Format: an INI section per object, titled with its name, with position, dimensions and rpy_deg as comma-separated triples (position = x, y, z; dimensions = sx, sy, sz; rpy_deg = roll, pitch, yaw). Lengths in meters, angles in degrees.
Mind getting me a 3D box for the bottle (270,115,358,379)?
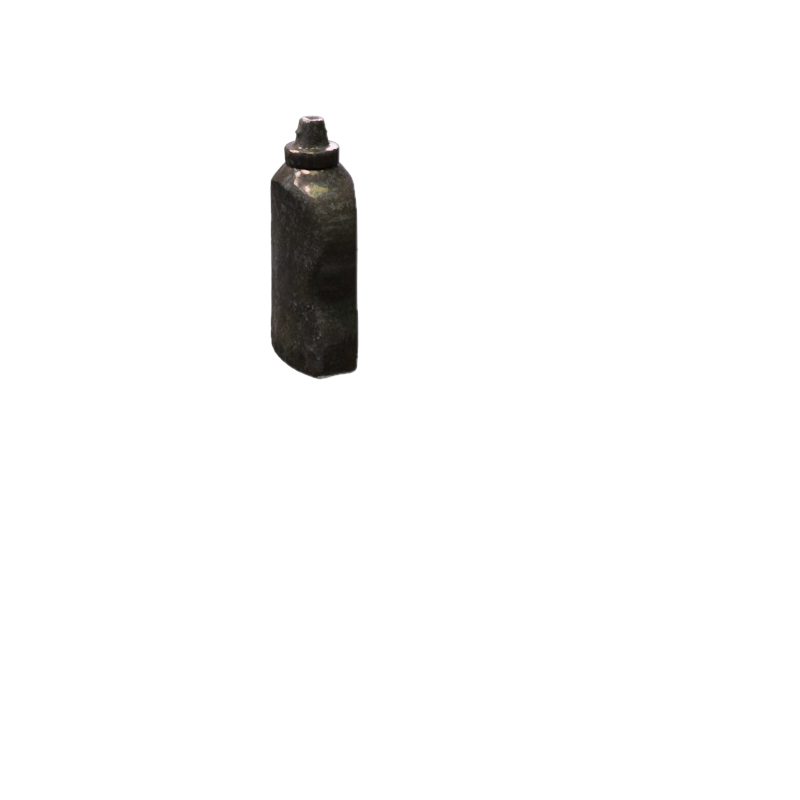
[bottle]
position = -0.066, -0.120, 0.839
dimensions = 0.057, 0.183, 0.103
rpy_deg = -8, 24, -24
